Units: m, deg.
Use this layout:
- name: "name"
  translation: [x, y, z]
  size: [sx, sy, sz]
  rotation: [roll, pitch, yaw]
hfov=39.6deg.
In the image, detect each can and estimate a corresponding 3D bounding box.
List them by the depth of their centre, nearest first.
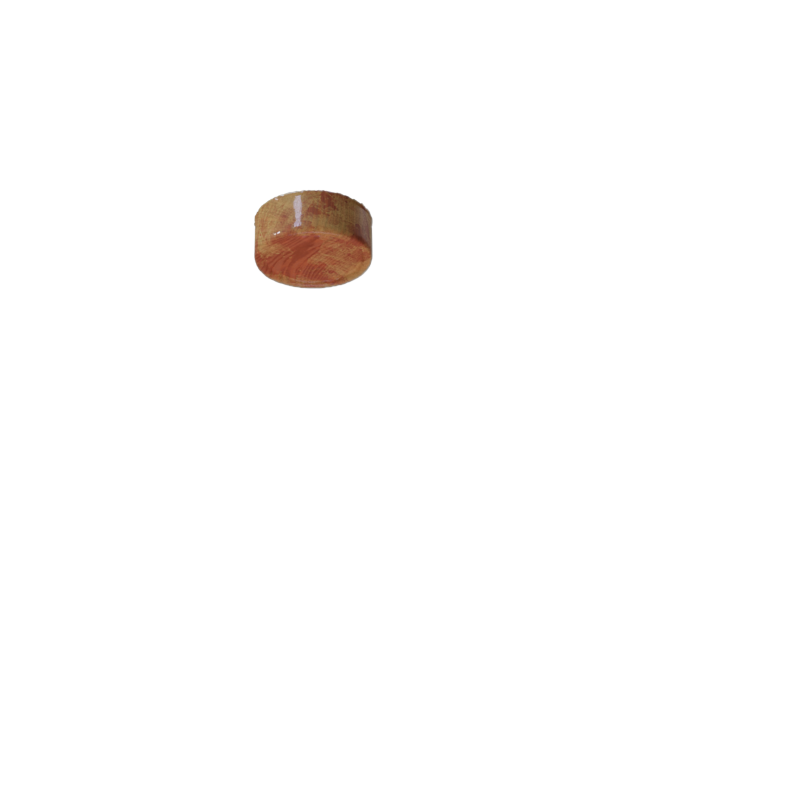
- name: "can"
  translation: [-0.062, -0.113, 0.793]
  size: [0.086, 0.036, 0.081]
  rotation: [1, -25, -2]
